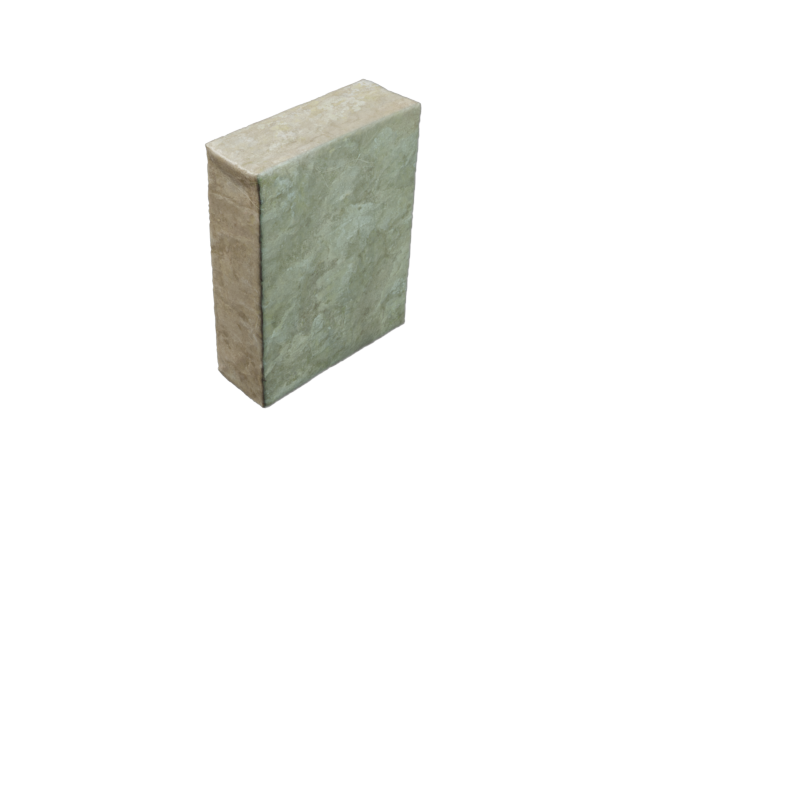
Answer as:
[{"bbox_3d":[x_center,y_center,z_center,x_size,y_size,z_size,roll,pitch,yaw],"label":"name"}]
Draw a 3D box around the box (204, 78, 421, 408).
[{"bbox_3d":[-0.068,-0.124,0.867,0.077,0.200,0.164,31,46,33],"label":"box"}]
